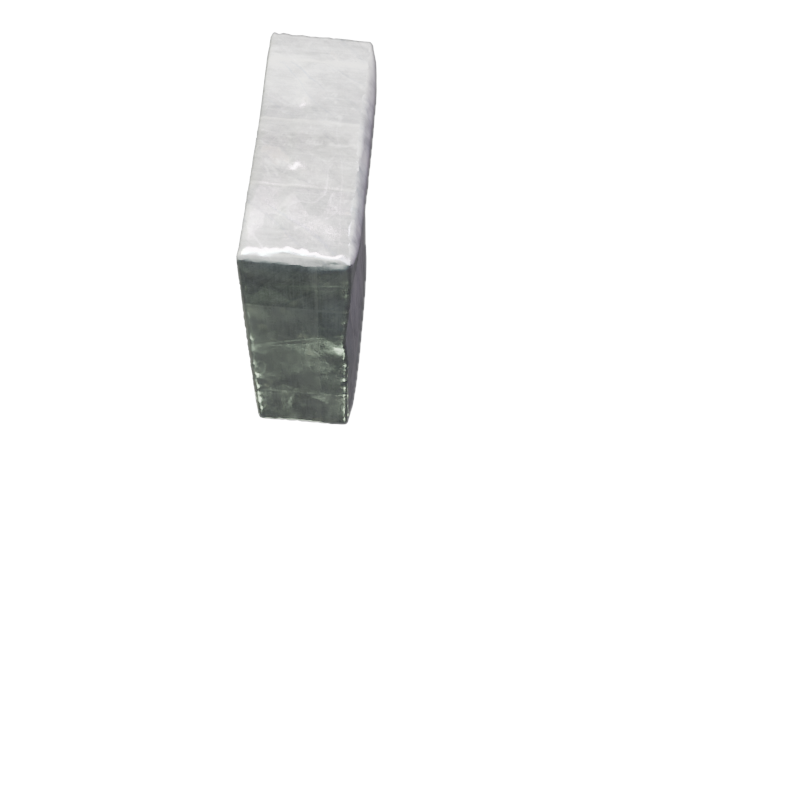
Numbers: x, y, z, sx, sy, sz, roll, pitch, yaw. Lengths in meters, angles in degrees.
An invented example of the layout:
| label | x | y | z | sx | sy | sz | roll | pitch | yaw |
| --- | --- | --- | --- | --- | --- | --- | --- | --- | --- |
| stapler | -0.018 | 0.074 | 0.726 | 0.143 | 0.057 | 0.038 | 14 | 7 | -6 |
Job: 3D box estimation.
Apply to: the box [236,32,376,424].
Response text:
| label | x | y | z | sx | sy | sz | roll | pitch | yaw |
| --- | --- | --- | --- | --- | --- | --- | --- | --- | --- |
| box | -0.056 | -0.102 | 0.714 | 0.072 | 0.174 | 0.201 | 4 | -28 | -2 |
